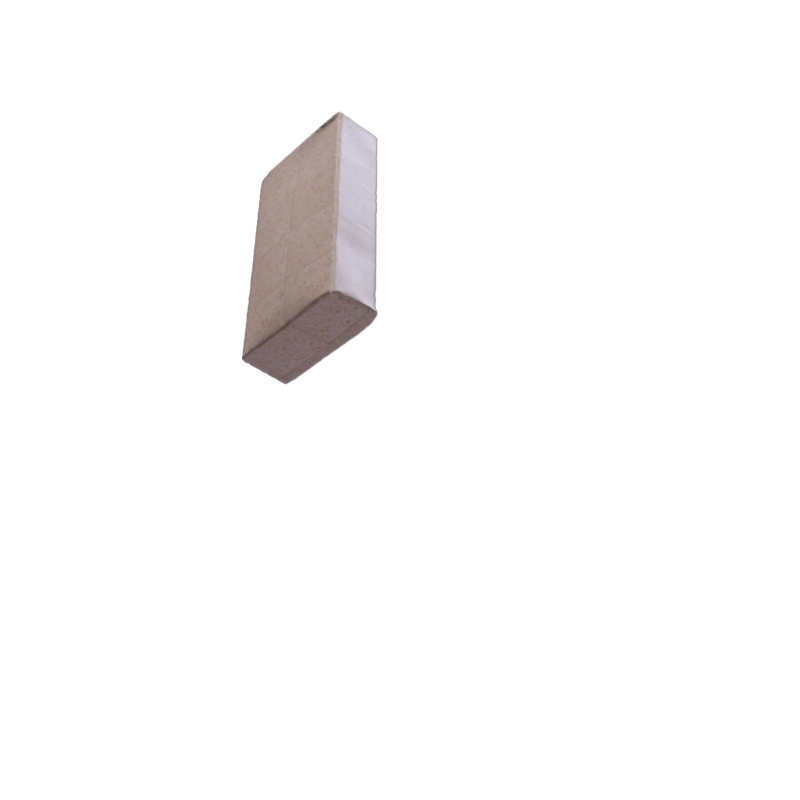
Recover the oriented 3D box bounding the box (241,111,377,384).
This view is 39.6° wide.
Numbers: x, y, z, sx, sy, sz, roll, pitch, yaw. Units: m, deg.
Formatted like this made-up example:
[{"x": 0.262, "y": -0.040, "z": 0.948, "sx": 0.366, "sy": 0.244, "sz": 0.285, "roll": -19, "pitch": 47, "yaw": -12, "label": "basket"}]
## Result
[{"x": -0.060, "y": -0.108, "z": 0.758, "sx": 0.045, "sy": 0.189, "sz": 0.092, "roll": 30, "pitch": -50, "yaw": -33, "label": "box"}]
